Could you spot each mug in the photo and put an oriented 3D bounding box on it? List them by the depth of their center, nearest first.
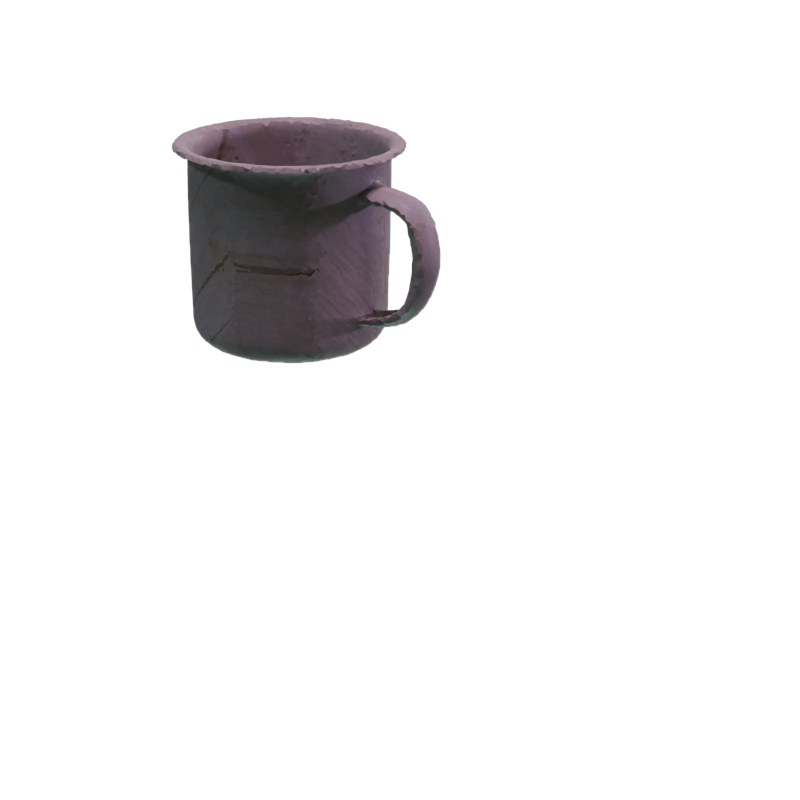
[{"bbox_3d":[-0.035,-0.064,0.447,0.123,0.078,0.093,16,27,32],"label":"mug"}]
